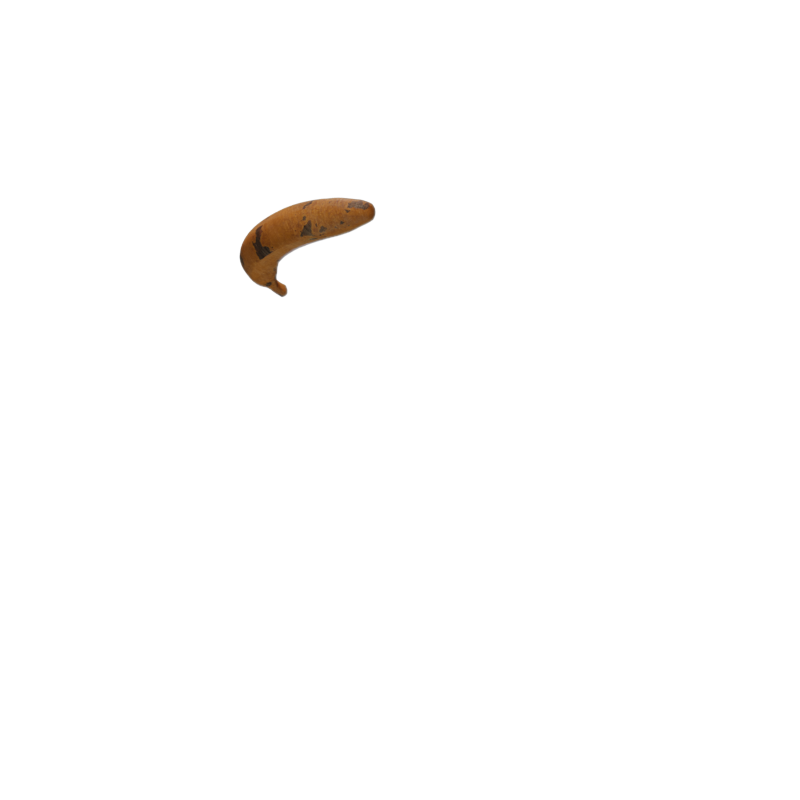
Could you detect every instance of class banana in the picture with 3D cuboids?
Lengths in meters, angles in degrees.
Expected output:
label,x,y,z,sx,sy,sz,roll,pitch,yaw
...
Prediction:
label,x,y,z,sx,sy,sz,roll,pitch,yaw
banana,-0.094,-0.140,0.967,0.067,0.038,0.197,8,-17,-27
